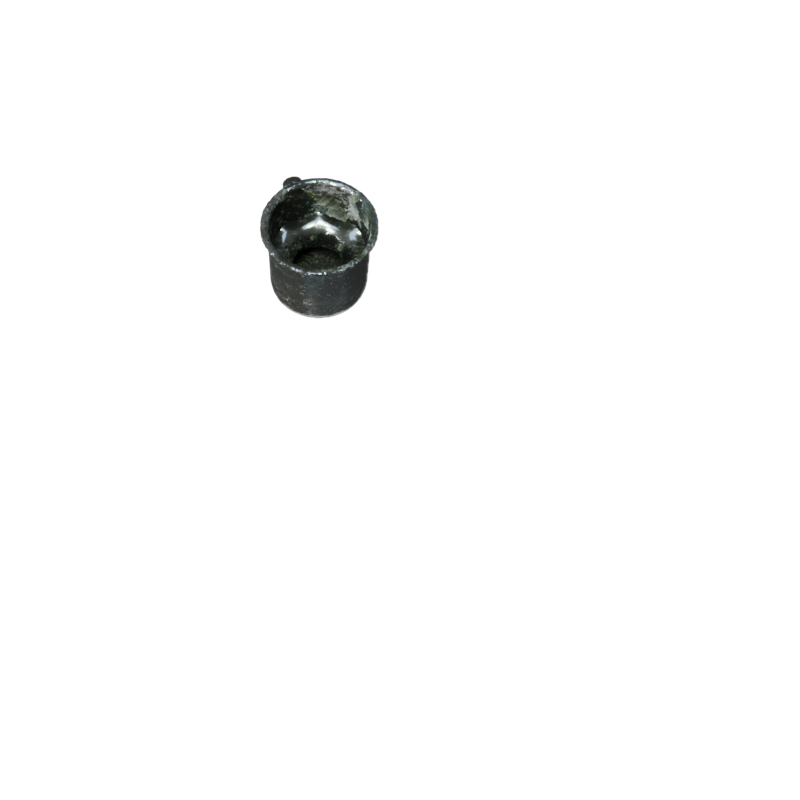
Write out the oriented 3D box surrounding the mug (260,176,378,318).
[{"bbox_3d":[-0.071,-0.129,0.905,0.093,0.125,0.076,-21,-28,-13],"label":"mug"}]
